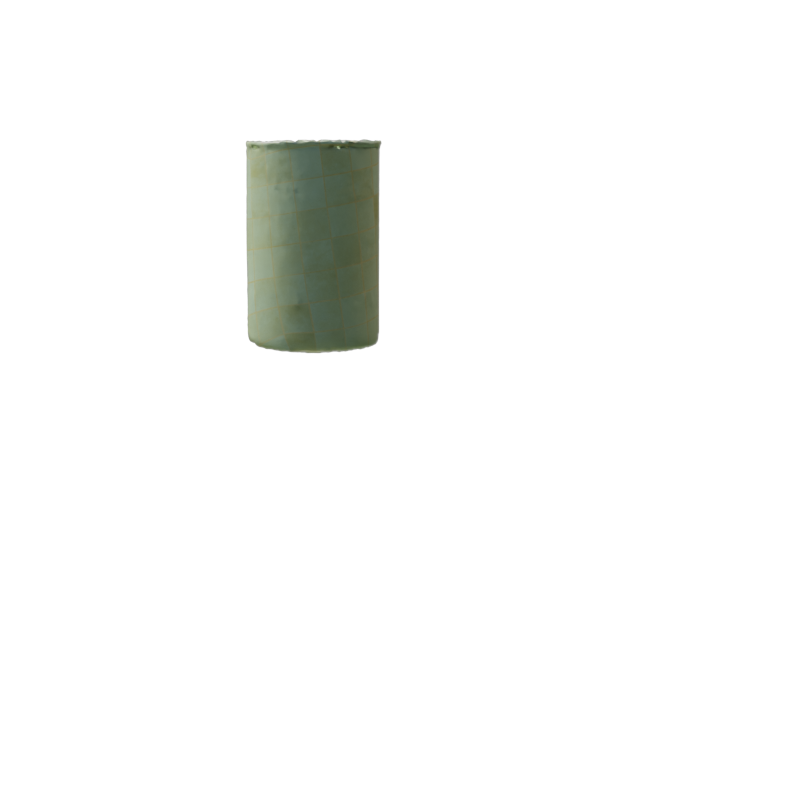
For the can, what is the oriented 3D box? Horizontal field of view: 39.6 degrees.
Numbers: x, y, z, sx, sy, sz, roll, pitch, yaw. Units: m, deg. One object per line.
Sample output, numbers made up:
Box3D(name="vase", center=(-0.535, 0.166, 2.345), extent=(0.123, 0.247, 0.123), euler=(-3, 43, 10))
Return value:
Box3D(name="can", center=(-0.044, -0.080, 0.559), extent=(0.068, 0.101, 0.070), euler=(0, 7, -2))
